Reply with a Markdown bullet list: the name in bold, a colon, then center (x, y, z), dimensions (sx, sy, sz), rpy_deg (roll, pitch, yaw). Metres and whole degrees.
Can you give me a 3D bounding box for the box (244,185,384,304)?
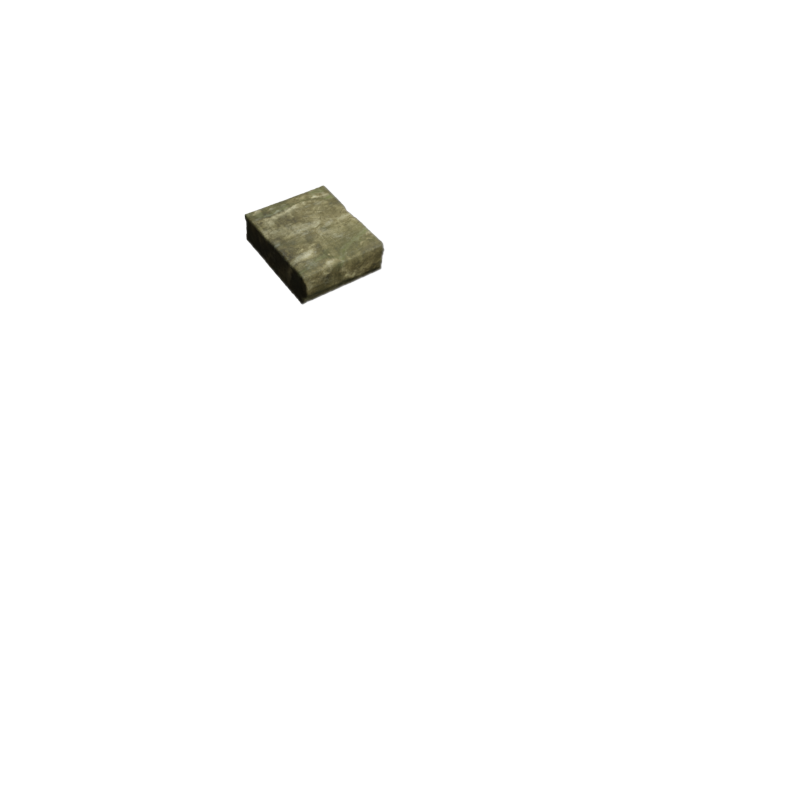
- **box**: center (-0.067, -0.121, 0.851), dimensions (0.073, 0.028, 0.096), rpy_deg (-24, 50, -23)
